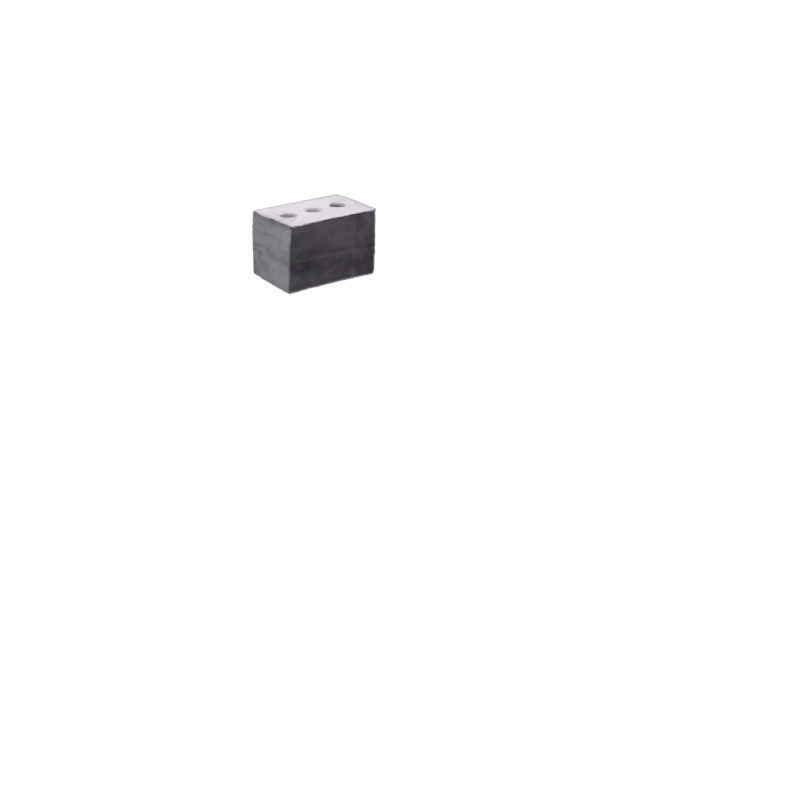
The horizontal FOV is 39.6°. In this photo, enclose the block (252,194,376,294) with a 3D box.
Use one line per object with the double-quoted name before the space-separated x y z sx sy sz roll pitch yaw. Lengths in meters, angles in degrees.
"block" -0.064 -0.117 0.818 0.077 0.049 0.056 -17 29 -34
